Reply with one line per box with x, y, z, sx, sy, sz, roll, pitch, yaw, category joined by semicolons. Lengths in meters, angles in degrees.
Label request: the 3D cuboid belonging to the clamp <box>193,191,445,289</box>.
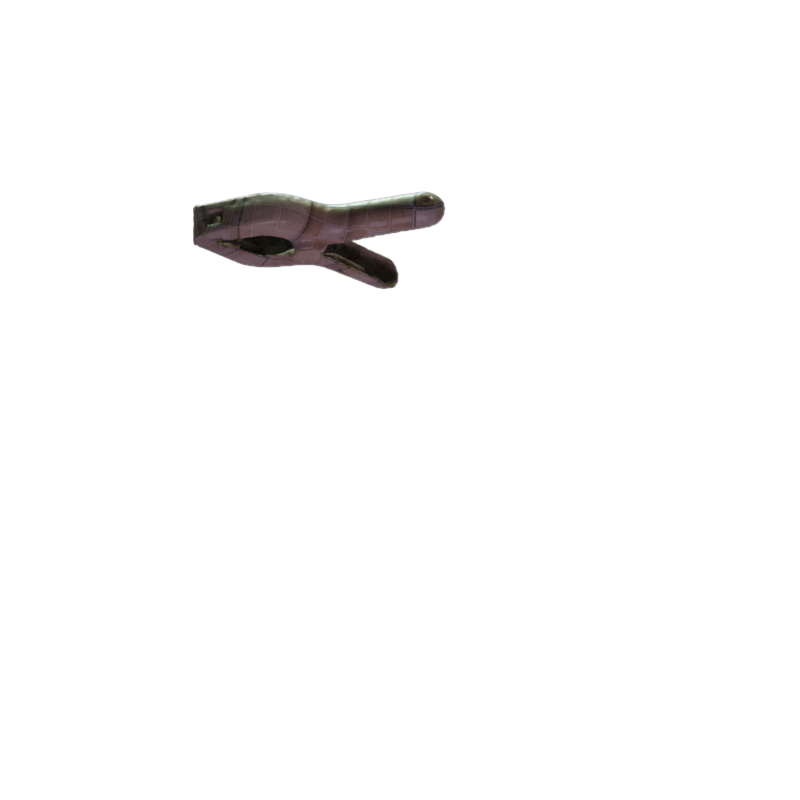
-0.062;-0.113;0.792;0.170;0.042;0.113;3;-29;-5;clamp
